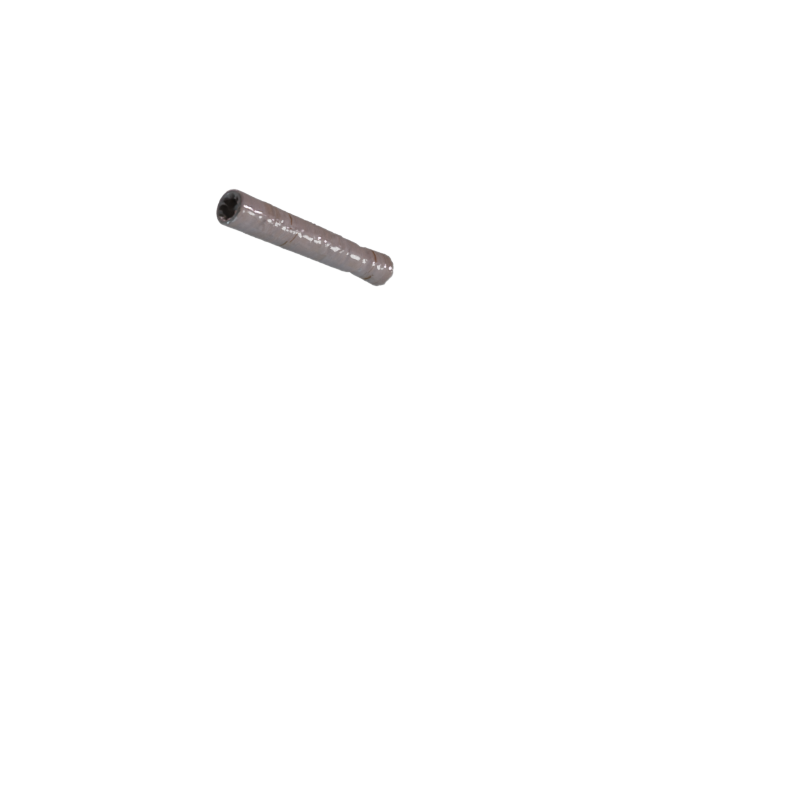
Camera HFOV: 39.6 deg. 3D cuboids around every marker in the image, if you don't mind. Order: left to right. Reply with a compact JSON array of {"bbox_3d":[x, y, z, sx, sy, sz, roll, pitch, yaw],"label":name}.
[{"bbox_3d":[-0.046,-0.083,0.582,0.021,0.020,0.114,4,-9,44],"label":"marker"}]
